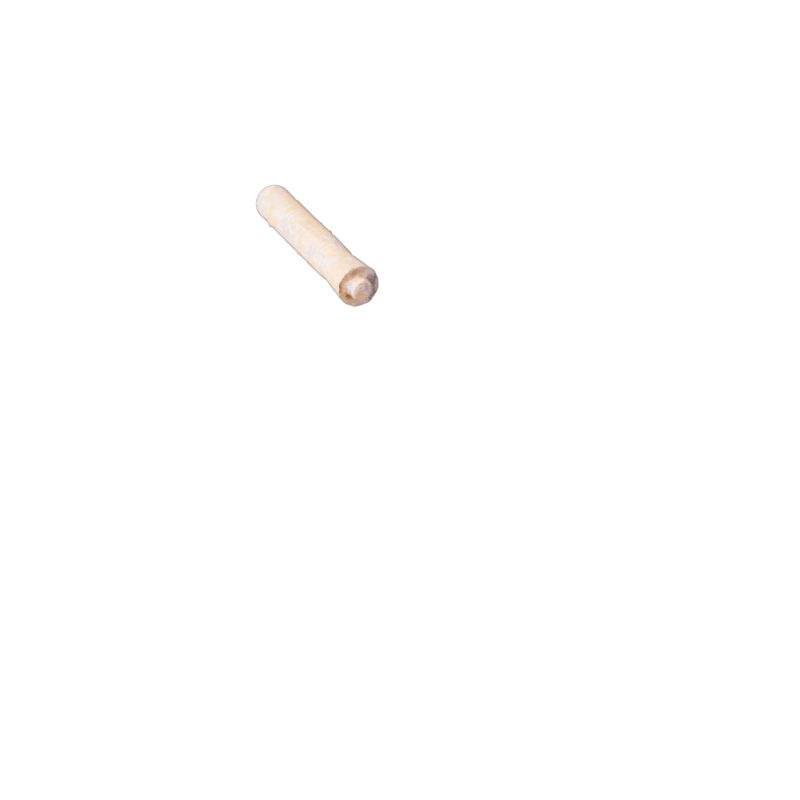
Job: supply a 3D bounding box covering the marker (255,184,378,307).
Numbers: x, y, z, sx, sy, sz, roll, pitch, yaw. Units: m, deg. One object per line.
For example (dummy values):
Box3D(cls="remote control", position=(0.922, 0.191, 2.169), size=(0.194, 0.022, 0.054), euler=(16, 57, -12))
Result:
Box3D(cls="marker", position=(-0.040, -0.073, 0.513), size=(0.019, 0.019, 0.130), euler=(-2, 27, -24))
